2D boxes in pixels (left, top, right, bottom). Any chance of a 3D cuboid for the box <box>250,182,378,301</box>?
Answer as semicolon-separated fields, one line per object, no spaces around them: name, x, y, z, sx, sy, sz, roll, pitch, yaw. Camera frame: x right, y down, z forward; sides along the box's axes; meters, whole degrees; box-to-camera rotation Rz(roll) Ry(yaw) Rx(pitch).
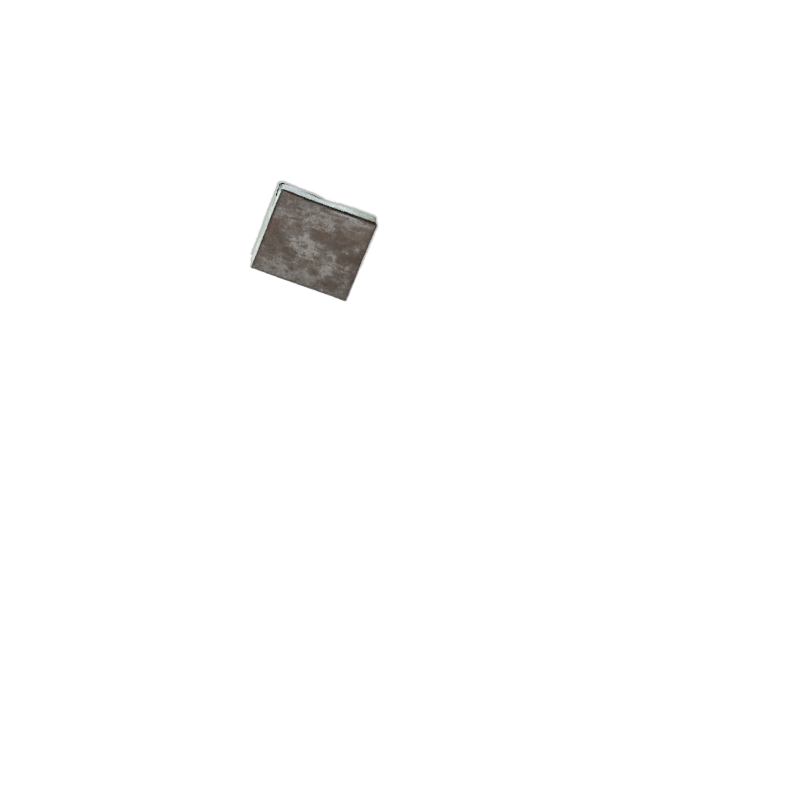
box;-0.073;-0.133;0.930;0.088;0.071;0.031;20;16;-6
